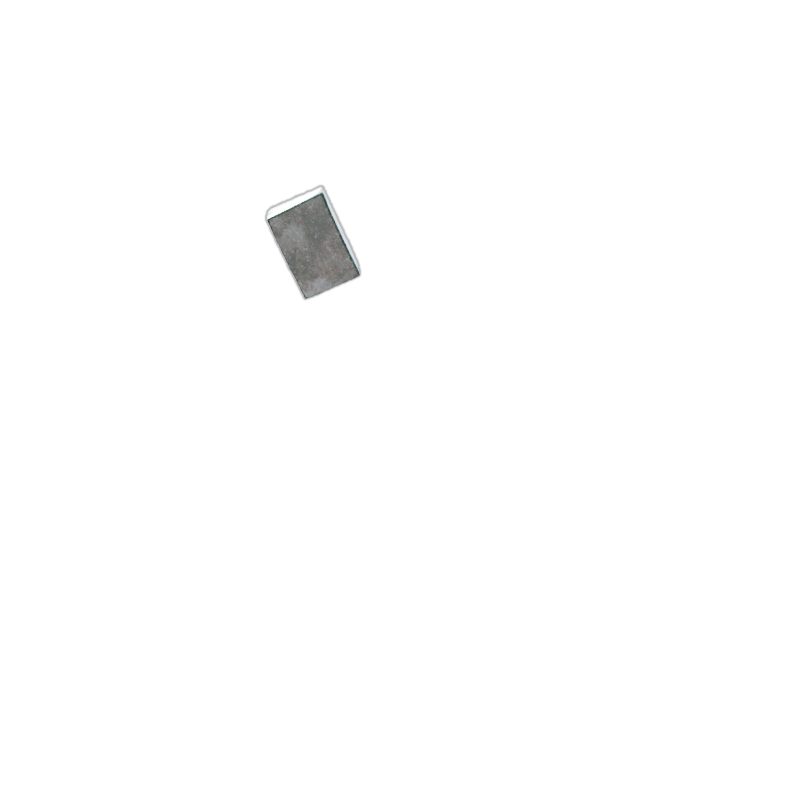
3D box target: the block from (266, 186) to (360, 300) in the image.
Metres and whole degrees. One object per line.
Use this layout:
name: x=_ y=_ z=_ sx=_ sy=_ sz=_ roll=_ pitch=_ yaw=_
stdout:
block: x=-0.073 y=-0.132 z=0.927 sx=0.053 sy=0.075 sz=0.053 roll=-23 pitch=14 yaw=4
